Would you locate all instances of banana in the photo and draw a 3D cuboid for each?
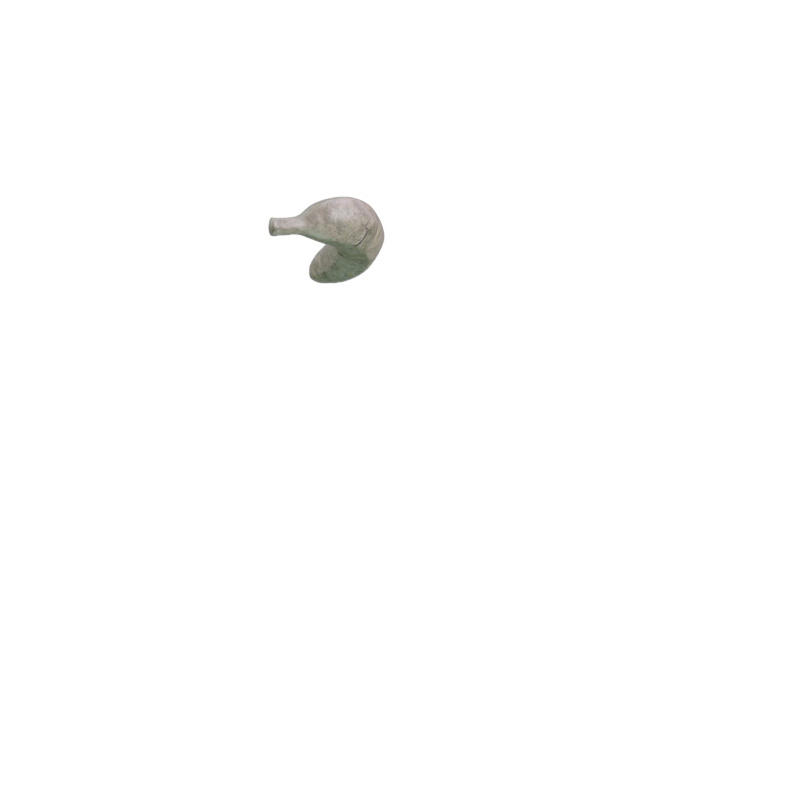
[{"bbox_3d":[-0.045,-0.116,0.804,0.070,0.038,0.192,-1,-5,5],"label":"banana"}]
